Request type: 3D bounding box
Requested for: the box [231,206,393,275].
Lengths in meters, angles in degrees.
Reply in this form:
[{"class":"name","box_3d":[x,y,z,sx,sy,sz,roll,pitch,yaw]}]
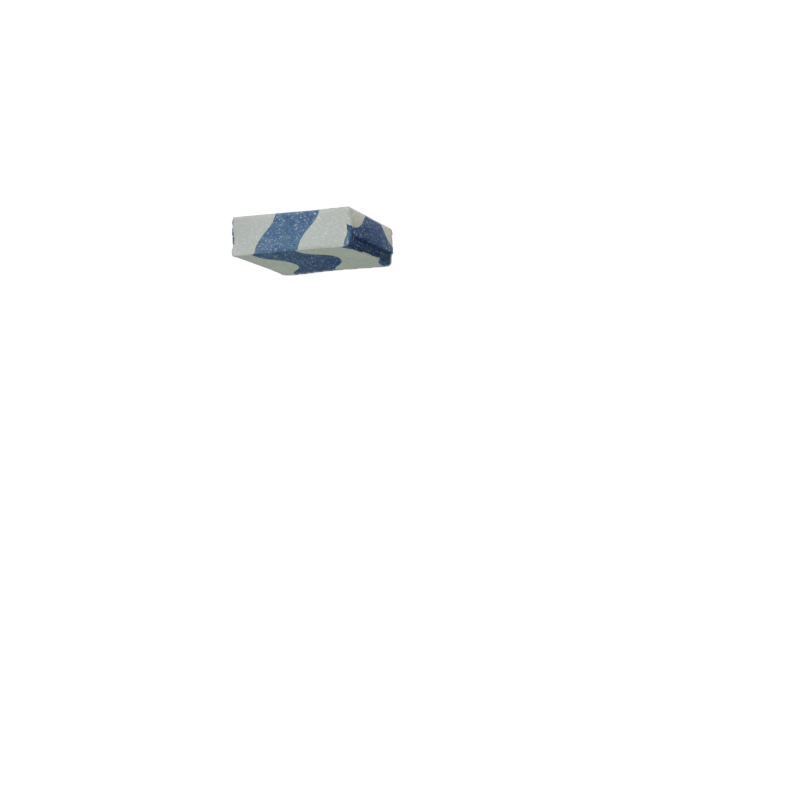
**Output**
[{"class":"box","box_3d":[-0.074,-0.135,0.948,0.116,0.040,0.085,-3,-8,24]}]
